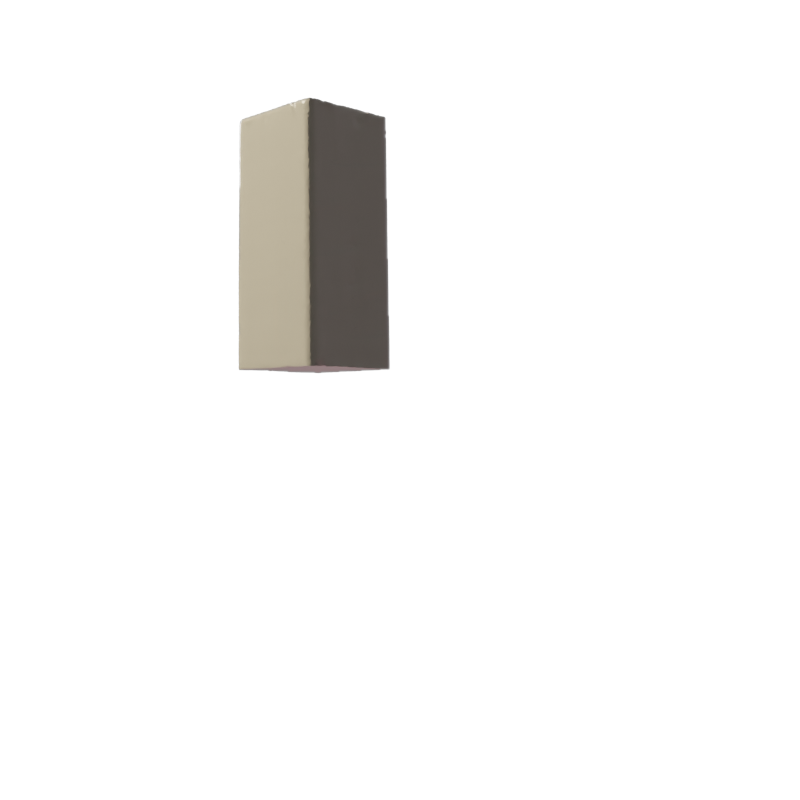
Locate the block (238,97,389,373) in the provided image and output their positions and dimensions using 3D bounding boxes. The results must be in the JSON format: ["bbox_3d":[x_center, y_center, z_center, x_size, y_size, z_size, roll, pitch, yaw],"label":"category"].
[{"bbox_3d":[-0.071,-0.128,0.897,0.086,0.211,0.093,7,-11,-44],"label":"block"}]
